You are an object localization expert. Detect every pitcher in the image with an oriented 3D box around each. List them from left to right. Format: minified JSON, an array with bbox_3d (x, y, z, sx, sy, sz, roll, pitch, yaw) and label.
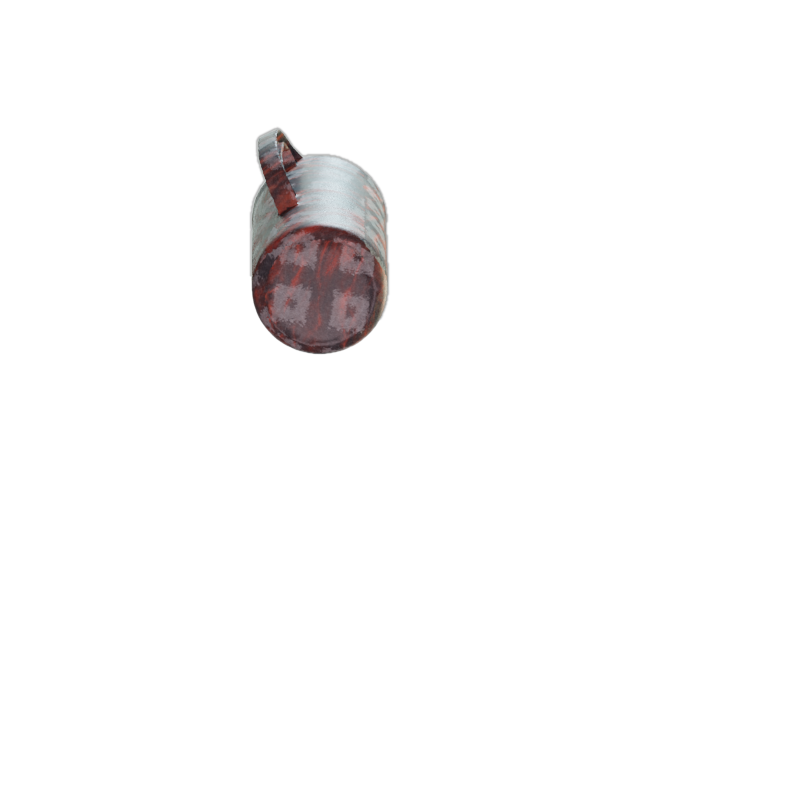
[{"bbox_3d":[-0.076,-0.139,0.976,0.147,0.141,0.254,18,18,-10],"label":"pitcher"}]
